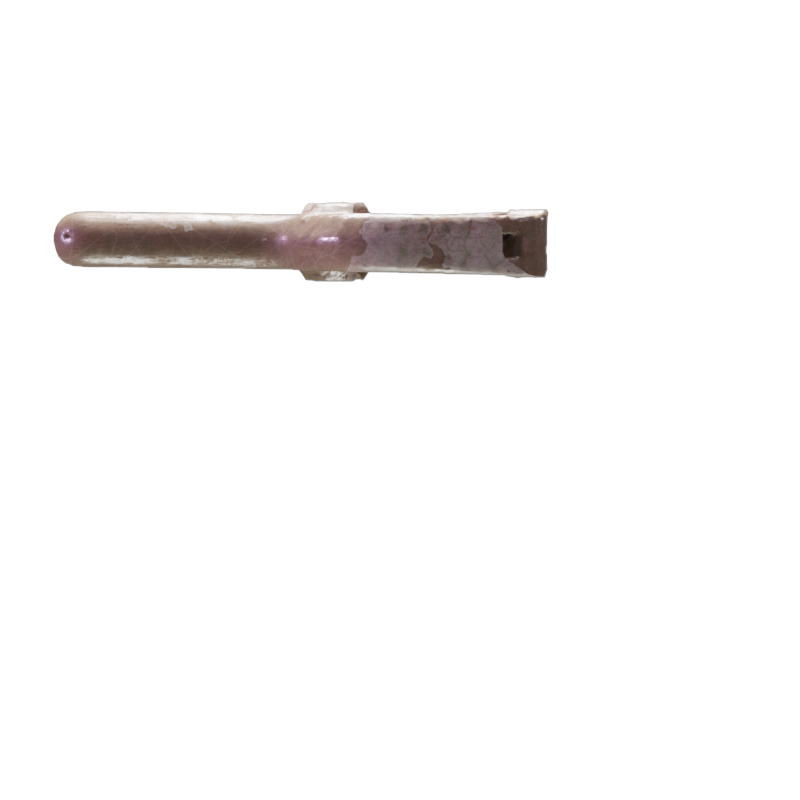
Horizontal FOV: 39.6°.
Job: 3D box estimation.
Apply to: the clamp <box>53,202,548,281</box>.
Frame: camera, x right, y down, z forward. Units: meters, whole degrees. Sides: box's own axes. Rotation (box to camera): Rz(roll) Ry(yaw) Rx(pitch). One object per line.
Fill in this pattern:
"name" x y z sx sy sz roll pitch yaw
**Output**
"clamp" -0.040 -0.072 0.506 0.219 0.036 0.160 6 11 34
